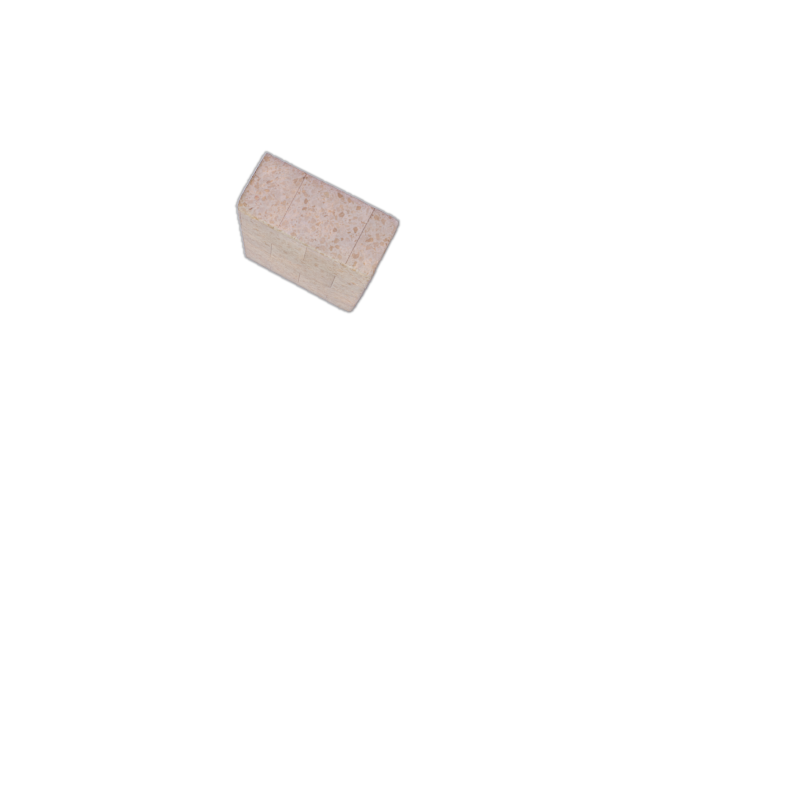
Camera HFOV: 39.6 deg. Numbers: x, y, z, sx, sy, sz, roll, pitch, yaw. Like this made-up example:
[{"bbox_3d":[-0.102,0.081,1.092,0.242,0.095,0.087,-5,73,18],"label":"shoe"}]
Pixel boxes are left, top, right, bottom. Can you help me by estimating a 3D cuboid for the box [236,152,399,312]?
[{"bbox_3d":[-0.058,-0.105,0.734,0.094,0.048,0.174,28,-3,-2],"label":"box"}]
